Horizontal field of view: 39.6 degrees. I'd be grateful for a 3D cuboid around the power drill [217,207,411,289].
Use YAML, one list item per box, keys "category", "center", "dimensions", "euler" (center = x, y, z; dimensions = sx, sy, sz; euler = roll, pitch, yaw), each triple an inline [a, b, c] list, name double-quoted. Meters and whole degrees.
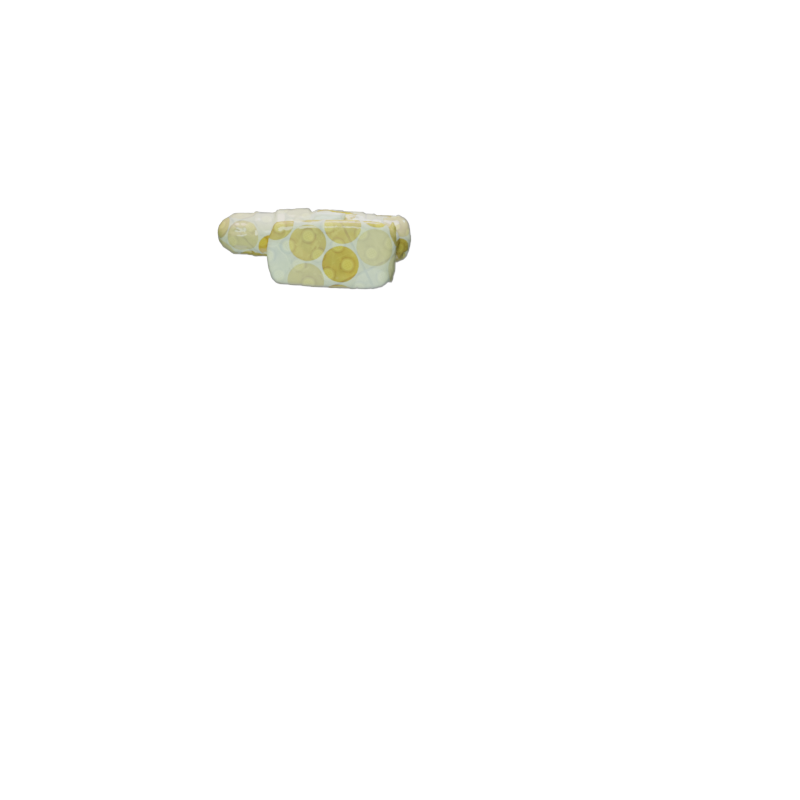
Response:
- category: "power drill"
  center: [-0.078, -0.142, 0.992]
  dimensions: [0.184, 0.056, 0.193]
  euler: [0, 14, -2]
